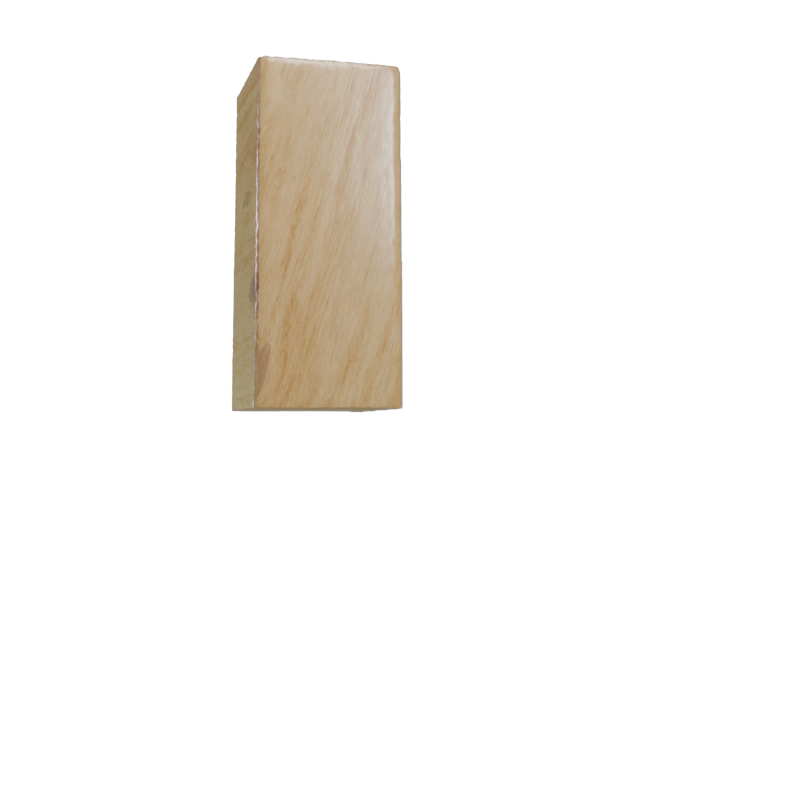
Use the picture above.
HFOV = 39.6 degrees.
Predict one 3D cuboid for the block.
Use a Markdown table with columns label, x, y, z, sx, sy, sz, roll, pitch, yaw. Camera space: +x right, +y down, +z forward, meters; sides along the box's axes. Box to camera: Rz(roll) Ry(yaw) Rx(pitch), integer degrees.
| label | x | y | z | sx | sy | sz | roll | pitch | yaw |
| --- | --- | --- | --- | --- | --- | --- | --- | --- | --- |
| block | -0.053 | -0.098 | 0.687 | 0.088 | 0.211 | 0.090 | 2 | -9 | -16 |
